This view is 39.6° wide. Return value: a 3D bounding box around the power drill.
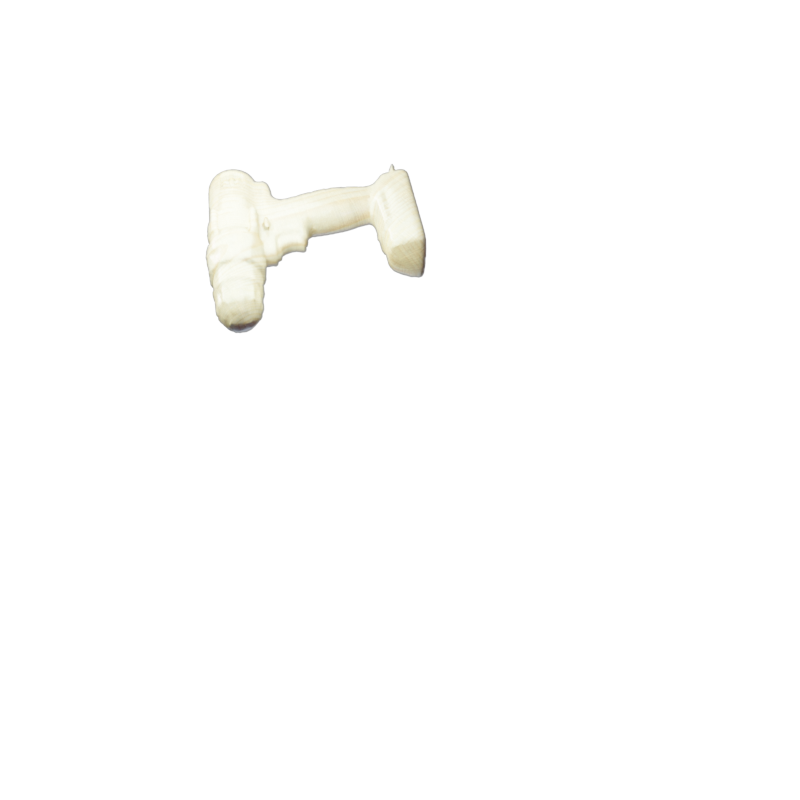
[{"bbox_3d":[-0.075,-0.138,0.964,0.186,0.199,0.053,-5,-42,-5],"label":"power drill"}]
